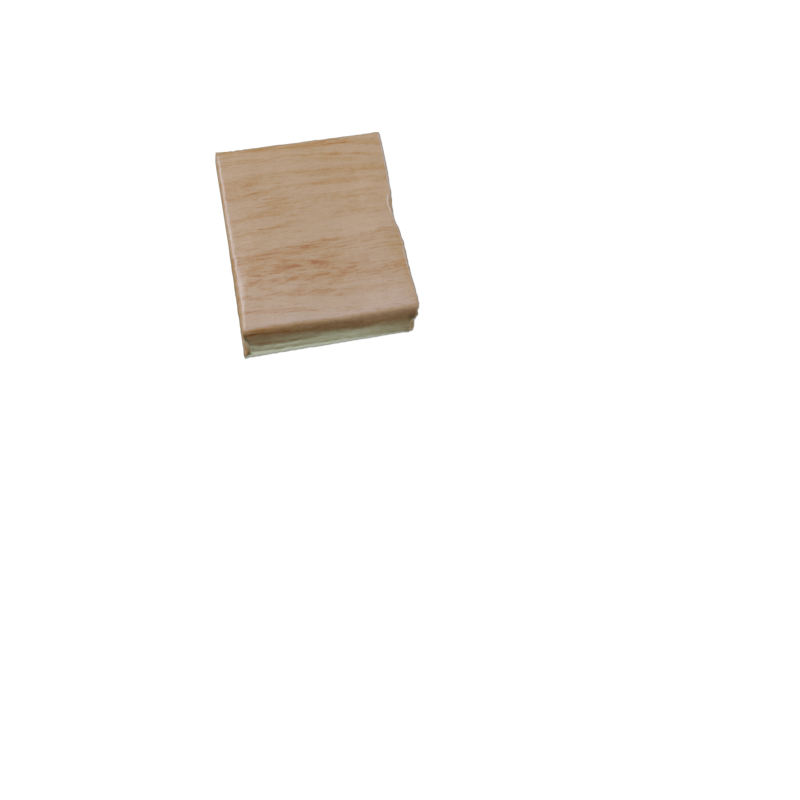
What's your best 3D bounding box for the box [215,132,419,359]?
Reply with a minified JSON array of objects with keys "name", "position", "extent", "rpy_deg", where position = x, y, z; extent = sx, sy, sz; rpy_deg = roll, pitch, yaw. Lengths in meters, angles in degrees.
[{"name":"box","position":[-0.037,-0.067,0.471],"extent":[0.073,0.095,0.028],"rpy_deg":[-9,-26,-5]}]
